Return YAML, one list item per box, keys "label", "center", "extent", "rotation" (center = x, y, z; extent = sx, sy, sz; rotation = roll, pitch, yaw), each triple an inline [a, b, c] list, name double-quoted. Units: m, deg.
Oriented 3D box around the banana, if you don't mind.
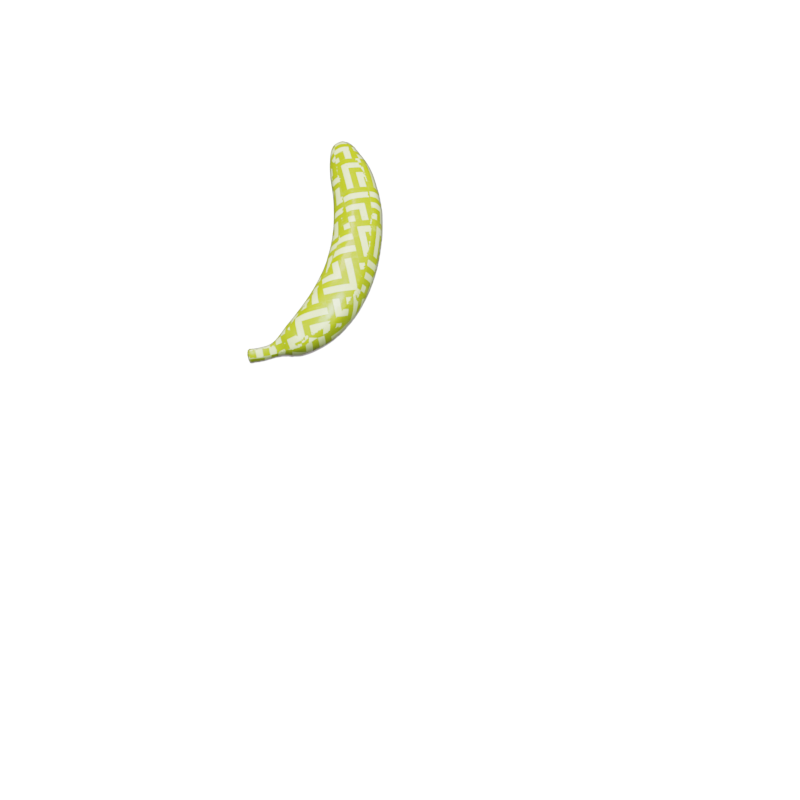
- label: "banana"
  center: [-0.049, -0.110, 0.829]
  extent: [0.071, 0.206, 0.035]
  rotation: [16, -26, 7]
